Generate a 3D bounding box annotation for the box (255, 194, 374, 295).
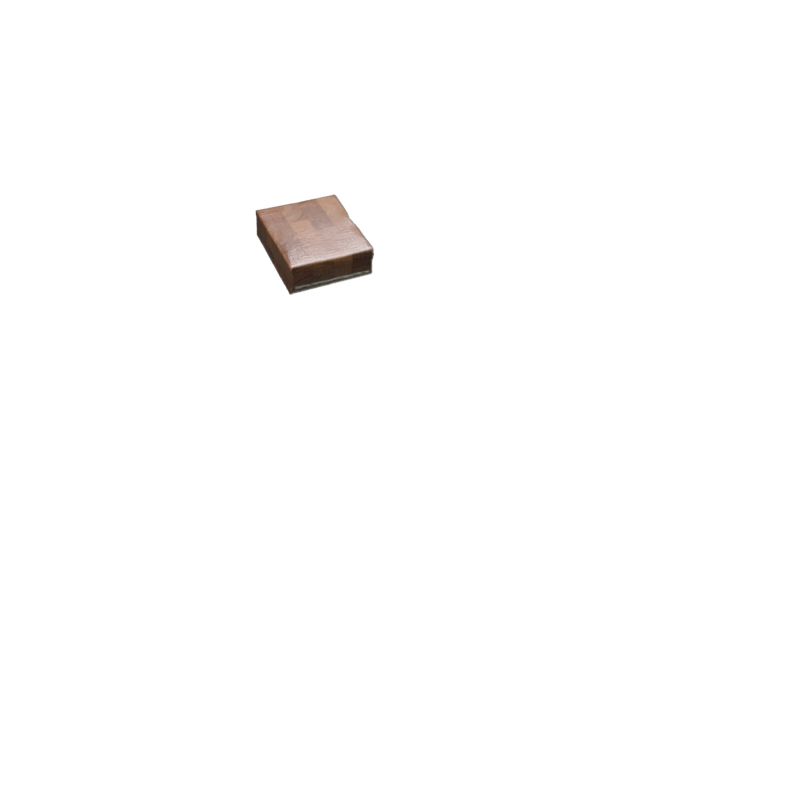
[{"bbox_3d":[-0.072,-0.131,0.917,0.072,0.028,0.097,-15,43,-17],"label":"box"}]
